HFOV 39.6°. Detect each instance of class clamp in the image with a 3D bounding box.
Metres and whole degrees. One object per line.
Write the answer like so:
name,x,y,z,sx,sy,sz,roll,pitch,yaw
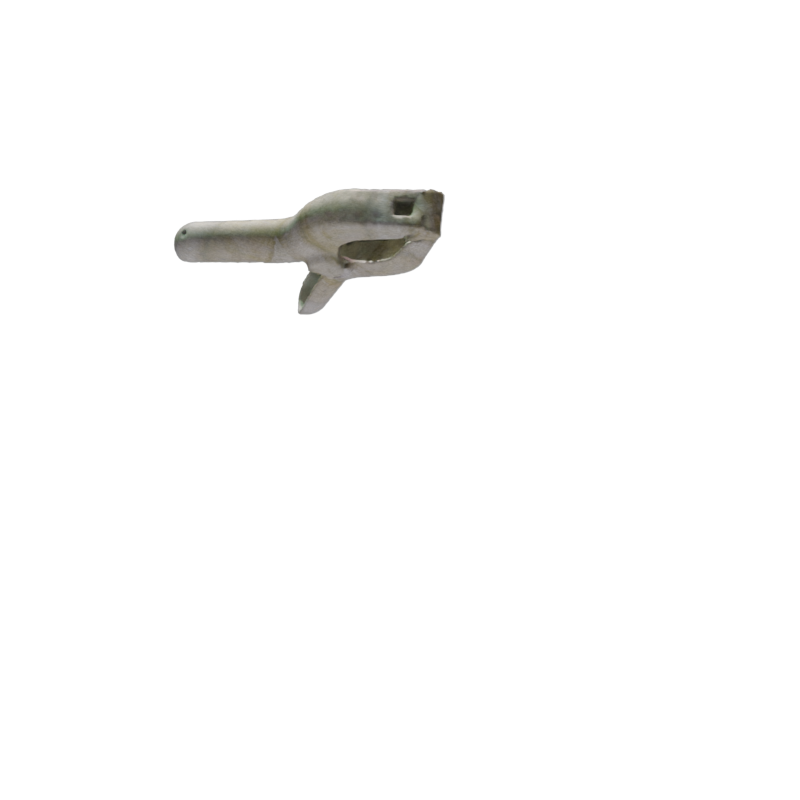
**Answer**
clamp,-0.052,-0.094,0.659,0.114,0.041,0.173,13,-21,-37
